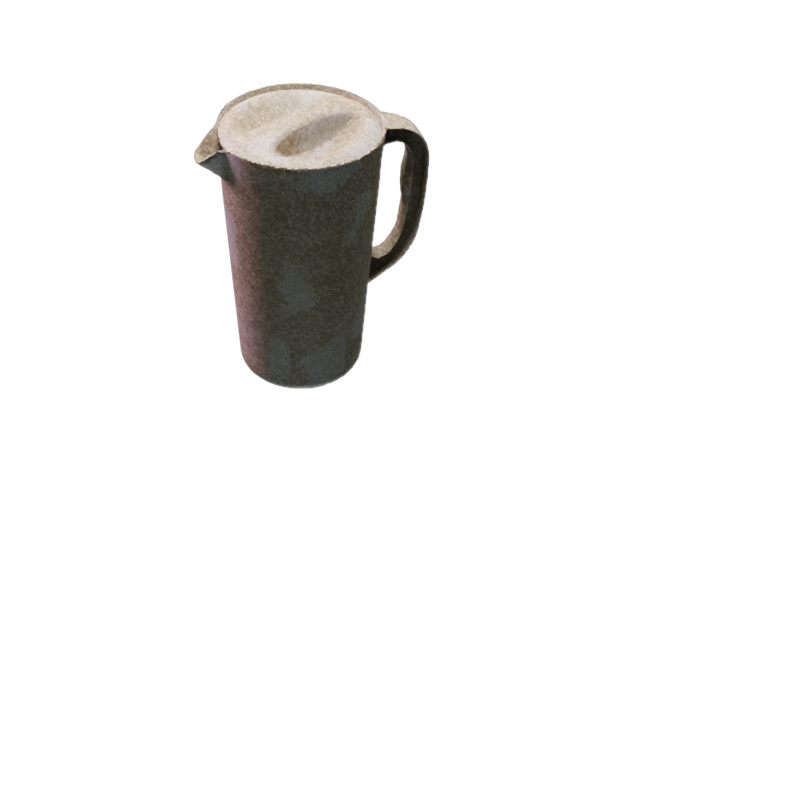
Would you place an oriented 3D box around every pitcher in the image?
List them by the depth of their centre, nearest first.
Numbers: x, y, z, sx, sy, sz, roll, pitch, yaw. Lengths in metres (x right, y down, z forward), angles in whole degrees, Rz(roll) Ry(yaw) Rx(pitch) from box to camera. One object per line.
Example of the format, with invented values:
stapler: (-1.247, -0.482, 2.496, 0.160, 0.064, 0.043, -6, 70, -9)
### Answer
pitcher: (-0.072, -0.132, 0.923, 0.155, 0.227, 0.149, 19, 43, 19)
